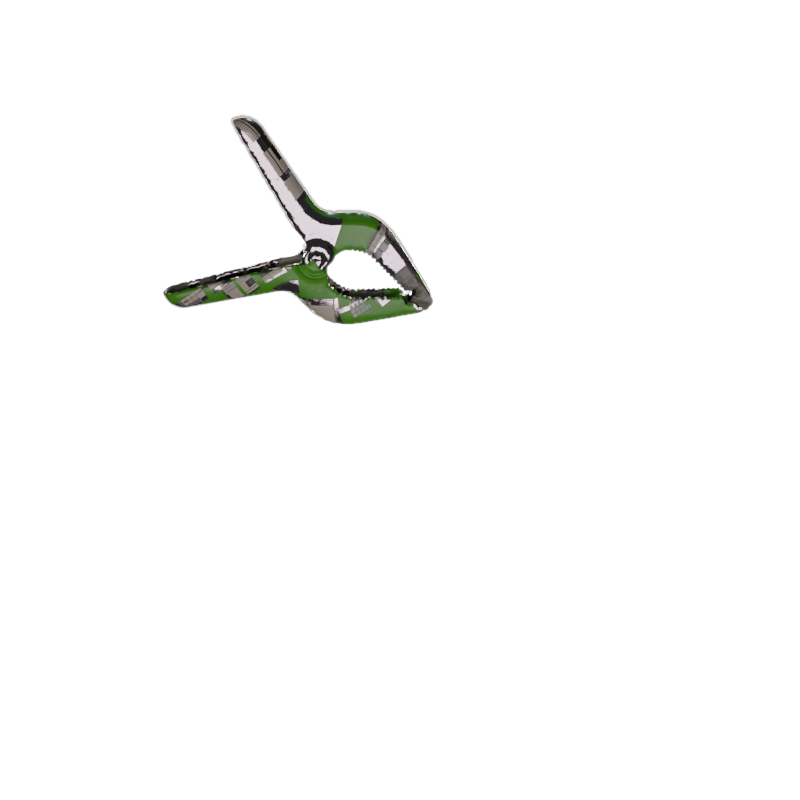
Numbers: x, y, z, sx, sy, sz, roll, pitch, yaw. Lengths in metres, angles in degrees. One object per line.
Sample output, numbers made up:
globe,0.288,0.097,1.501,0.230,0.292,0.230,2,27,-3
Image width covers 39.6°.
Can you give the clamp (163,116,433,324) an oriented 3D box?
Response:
clamp,-0.069,-0.126,0.885,0.208,0.159,0.038,15,18,-5
